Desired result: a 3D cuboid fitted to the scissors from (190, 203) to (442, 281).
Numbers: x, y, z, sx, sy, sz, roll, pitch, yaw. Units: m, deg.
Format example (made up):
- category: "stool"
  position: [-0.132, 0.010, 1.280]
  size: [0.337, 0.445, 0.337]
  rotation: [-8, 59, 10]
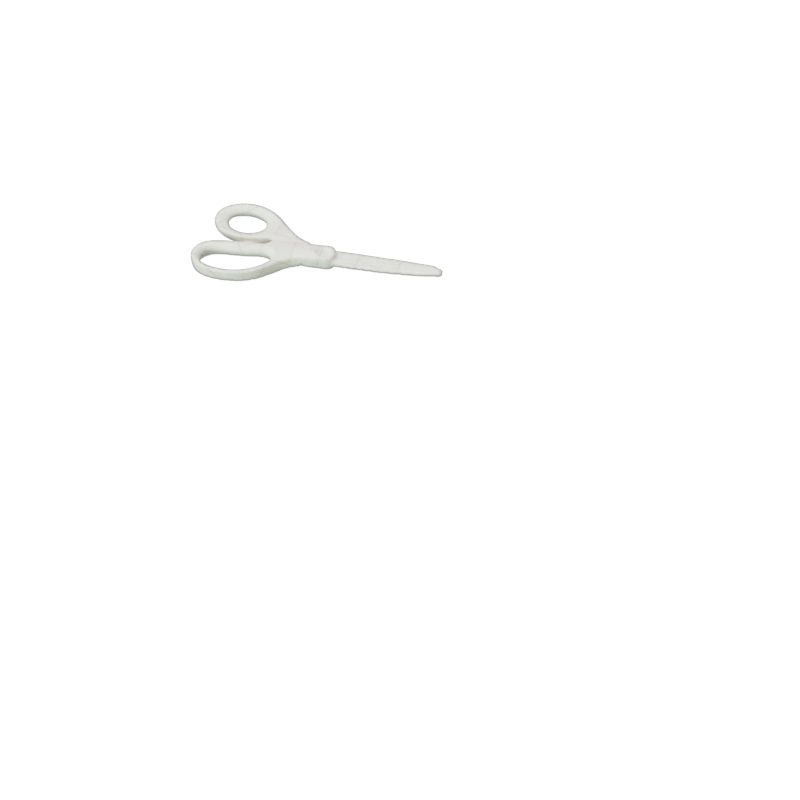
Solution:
- category: "scissors"
  position: [-0.072, -0.131, 0.920]
  size: [0.201, 0.104, 0.015]
  rotation: [-3, -44, -3]
